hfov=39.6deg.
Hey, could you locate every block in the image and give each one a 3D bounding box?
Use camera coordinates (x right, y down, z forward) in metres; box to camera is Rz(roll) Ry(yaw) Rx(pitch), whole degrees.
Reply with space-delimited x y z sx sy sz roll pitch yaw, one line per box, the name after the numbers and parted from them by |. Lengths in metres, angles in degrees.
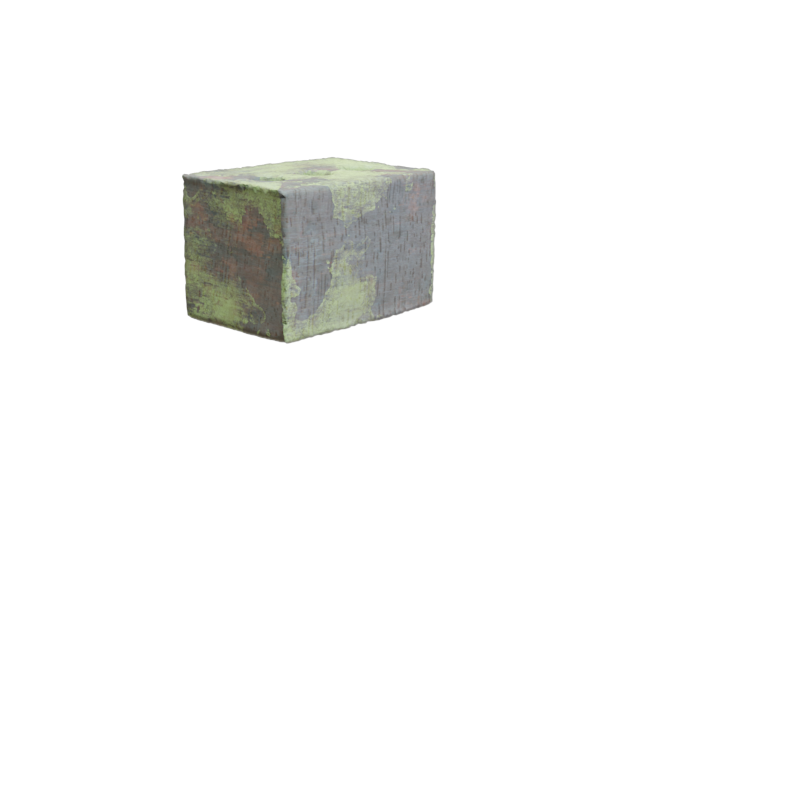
-0.031 -0.056 0.393 0.055 0.050 0.076 13 21 40 | block
